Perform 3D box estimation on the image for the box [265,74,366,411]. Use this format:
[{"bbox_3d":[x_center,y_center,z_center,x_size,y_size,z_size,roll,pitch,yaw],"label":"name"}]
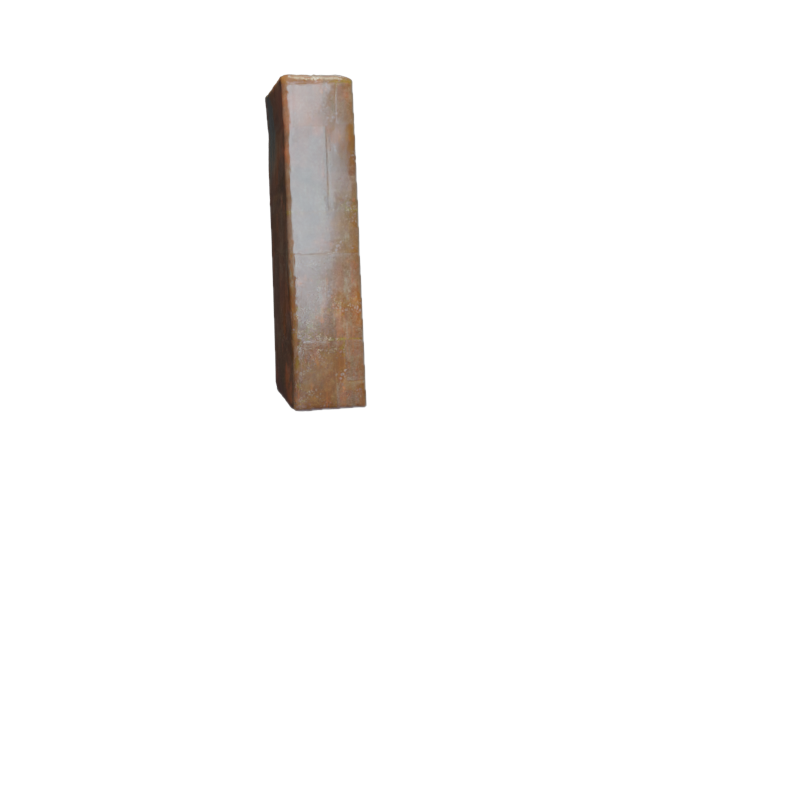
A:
[{"bbox_3d":[-0.048,-0.089,0.621,0.047,0.176,0.095,0,2,-11],"label":"box"}]
